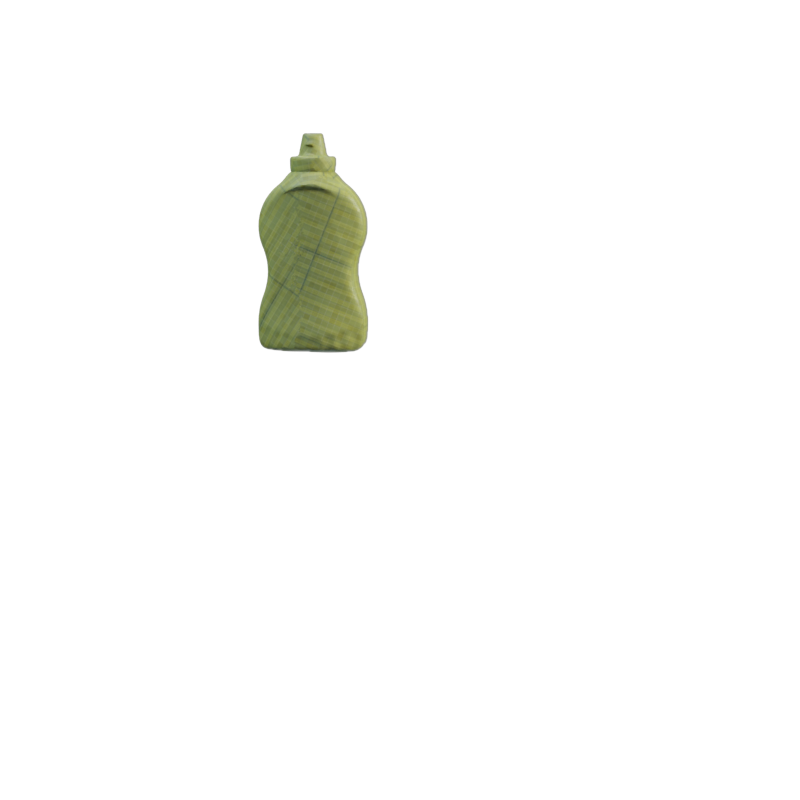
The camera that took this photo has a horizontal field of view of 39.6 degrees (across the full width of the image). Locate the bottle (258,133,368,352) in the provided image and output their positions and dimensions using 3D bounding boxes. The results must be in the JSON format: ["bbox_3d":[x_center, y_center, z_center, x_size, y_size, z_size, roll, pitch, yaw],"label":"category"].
[{"bbox_3d":[-0.077,-0.141,0.985,0.097,0.190,0.058,1,4,11],"label":"bottle"}]
